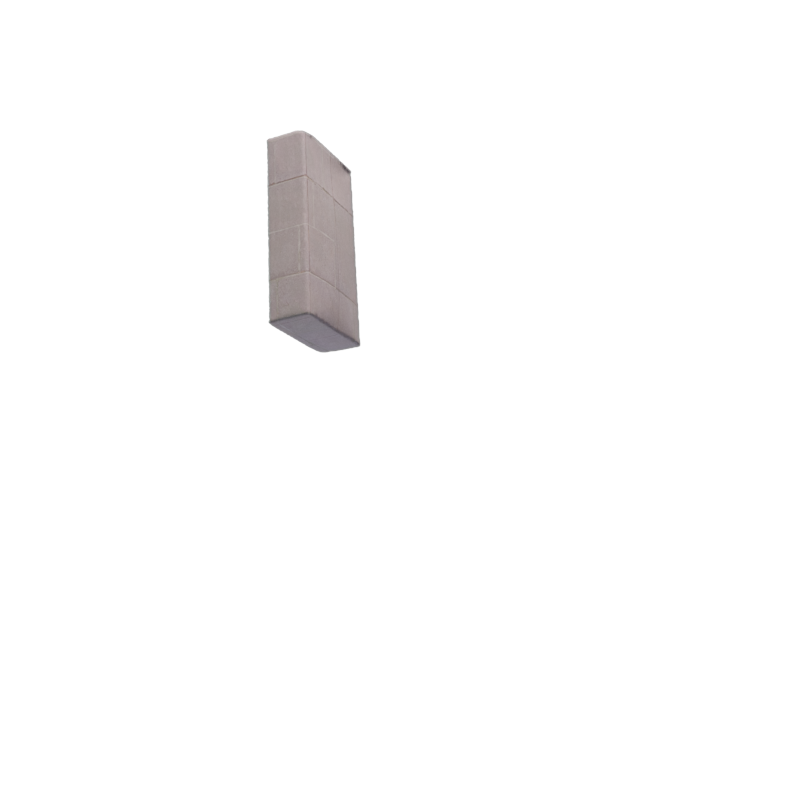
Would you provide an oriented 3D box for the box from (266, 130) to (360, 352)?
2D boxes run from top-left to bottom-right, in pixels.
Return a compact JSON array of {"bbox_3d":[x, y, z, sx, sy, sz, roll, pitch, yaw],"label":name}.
[{"bbox_3d":[-0.075,-0.138,0.964,0.049,0.186,0.087,-13,-25,24],"label":"box"}]
